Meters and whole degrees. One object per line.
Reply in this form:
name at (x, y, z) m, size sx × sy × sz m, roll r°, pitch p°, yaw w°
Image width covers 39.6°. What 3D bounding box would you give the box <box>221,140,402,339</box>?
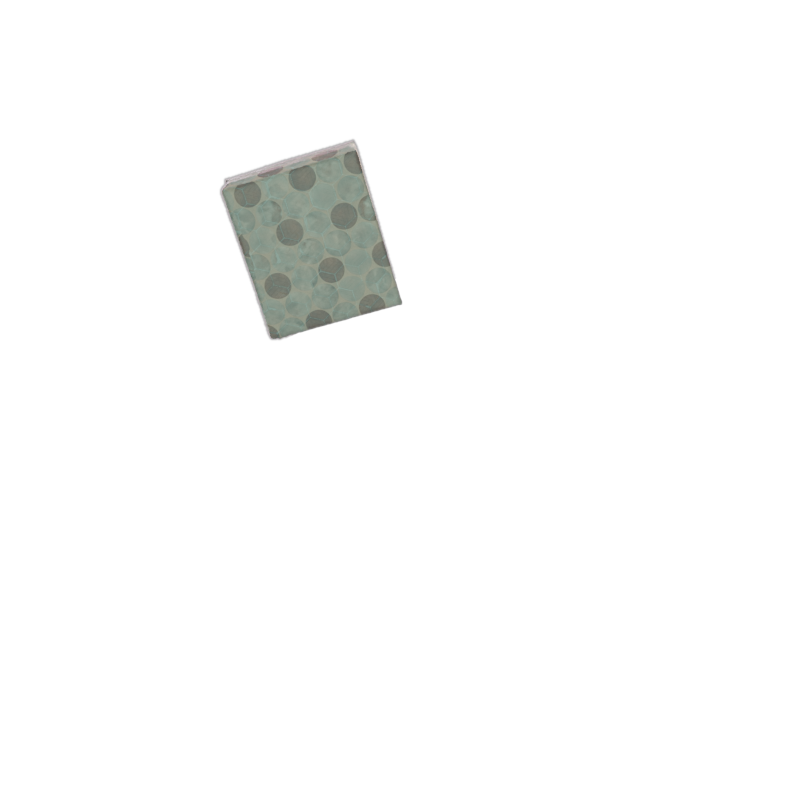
box at (-0.046, -0.084, 0.586) m, size 0.073 × 0.086 × 0.031 m, roll -16°, pitch 16°, yaw 4°
